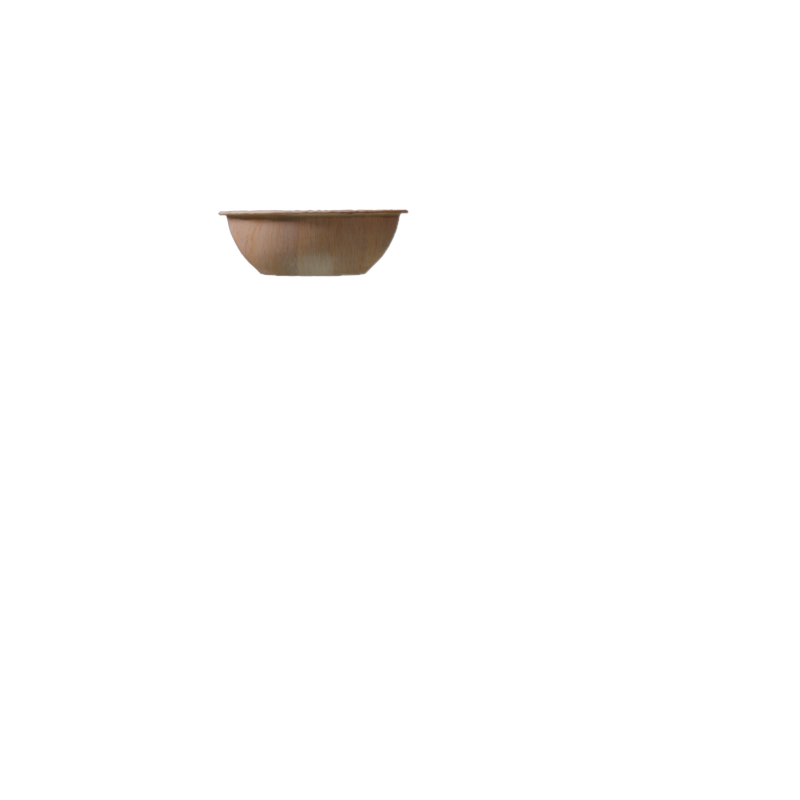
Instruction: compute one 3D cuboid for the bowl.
[{"bbox_3d":[-0.074,-0.135,0.943,0.162,0.054,0.164,0,9,-2],"label":"bowl"}]
